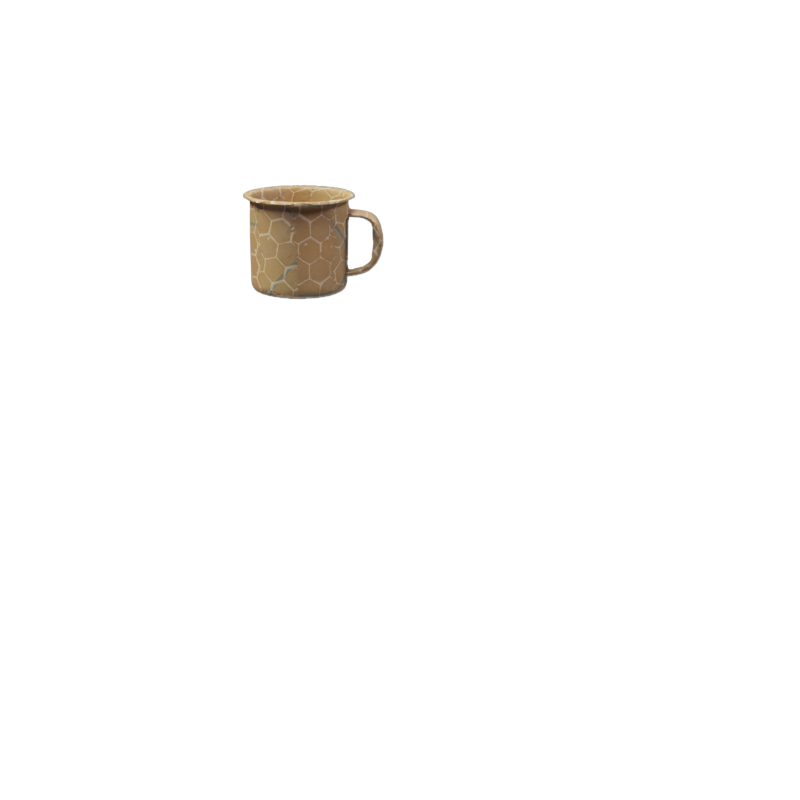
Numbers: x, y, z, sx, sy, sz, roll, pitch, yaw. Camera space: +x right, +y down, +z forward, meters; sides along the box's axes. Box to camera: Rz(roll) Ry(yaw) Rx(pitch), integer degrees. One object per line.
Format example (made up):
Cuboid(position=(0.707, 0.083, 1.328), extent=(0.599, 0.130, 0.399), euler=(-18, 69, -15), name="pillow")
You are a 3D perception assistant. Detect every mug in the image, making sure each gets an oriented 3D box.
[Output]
Cuboid(position=(-0.072, -0.132, 0.924), extent=(0.118, 0.079, 0.096), euler=(2, 16, 5), name="mug")
